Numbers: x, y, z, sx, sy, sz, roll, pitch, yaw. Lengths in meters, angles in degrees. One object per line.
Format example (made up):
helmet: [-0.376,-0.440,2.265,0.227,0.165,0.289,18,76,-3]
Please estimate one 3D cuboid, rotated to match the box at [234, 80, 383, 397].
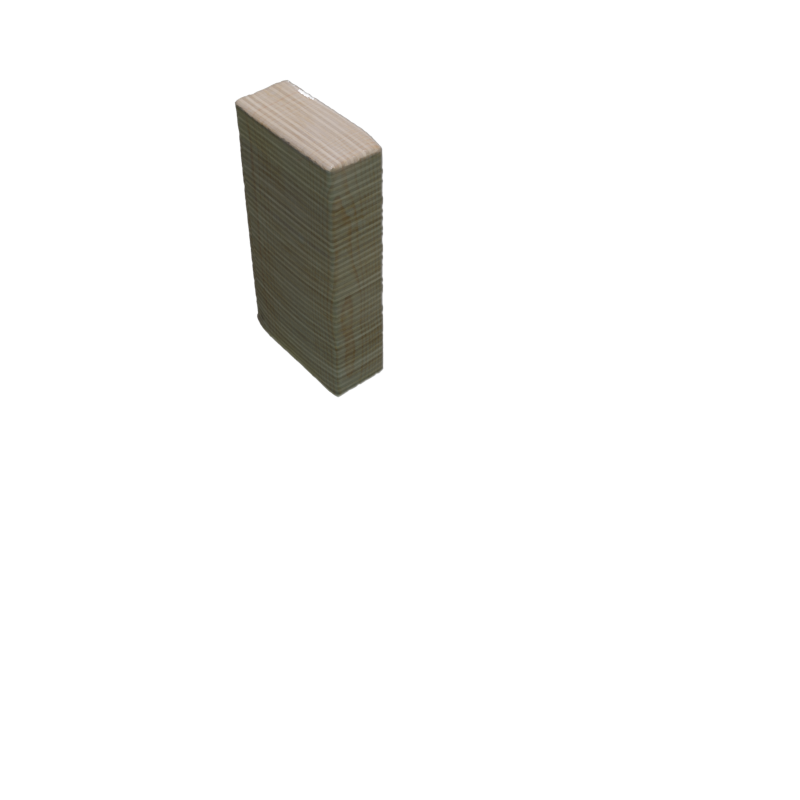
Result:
box: [-0.052,-0.096,0.674,0.048,0.164,0.100,-26,49,-29]
